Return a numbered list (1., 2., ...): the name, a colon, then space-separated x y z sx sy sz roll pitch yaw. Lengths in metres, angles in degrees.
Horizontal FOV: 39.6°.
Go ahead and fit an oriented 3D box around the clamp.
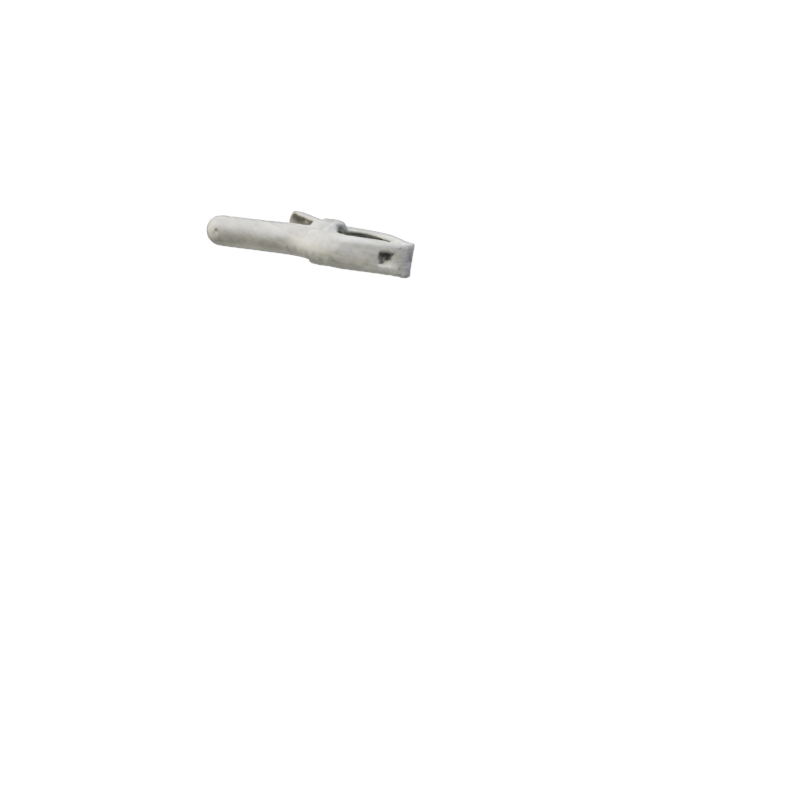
1. clamp: -0.070 -0.128 0.899 0.117 0.038 0.181 -17 25 -42
